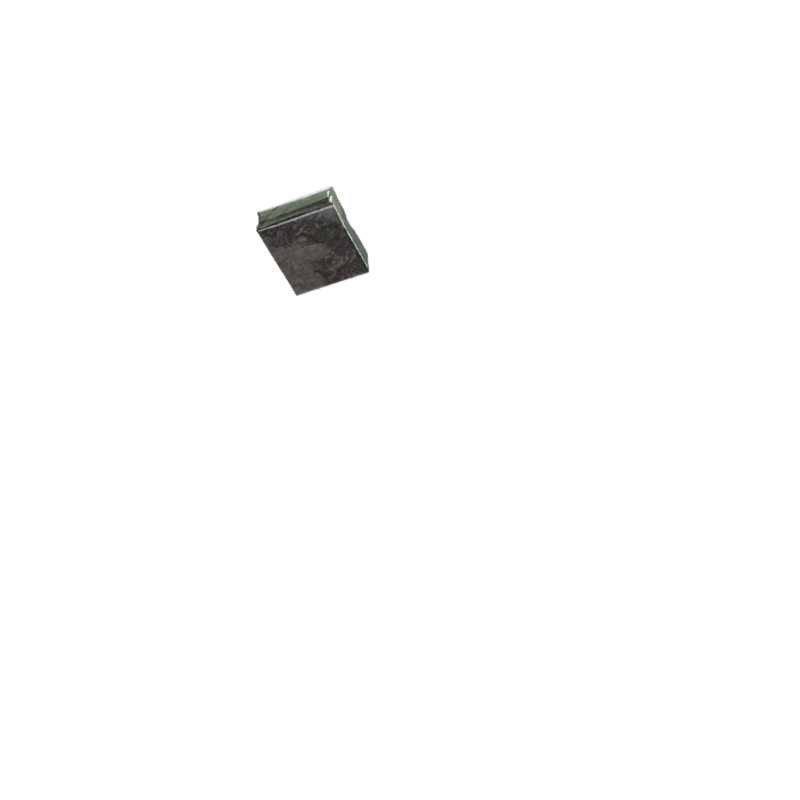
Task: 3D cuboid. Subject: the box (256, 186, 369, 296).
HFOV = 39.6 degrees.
[{"bbox_3d":[-0.078,-0.142,0.990,0.074,0.032,0.082,-17,-50,15],"label":"box"}]
